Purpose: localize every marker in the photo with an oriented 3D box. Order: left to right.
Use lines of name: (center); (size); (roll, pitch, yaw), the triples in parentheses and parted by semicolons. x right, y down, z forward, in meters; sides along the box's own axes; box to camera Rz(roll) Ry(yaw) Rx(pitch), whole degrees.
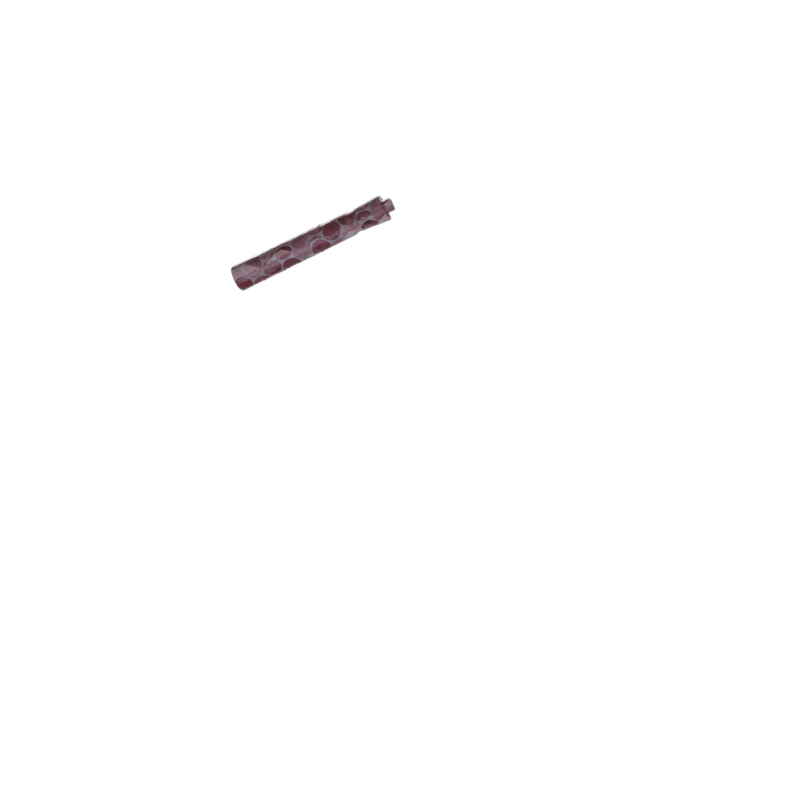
marker: (-0.059, -0.108, 0.758); (0.121, 0.020, 0.020); (-24, -1, 13)
